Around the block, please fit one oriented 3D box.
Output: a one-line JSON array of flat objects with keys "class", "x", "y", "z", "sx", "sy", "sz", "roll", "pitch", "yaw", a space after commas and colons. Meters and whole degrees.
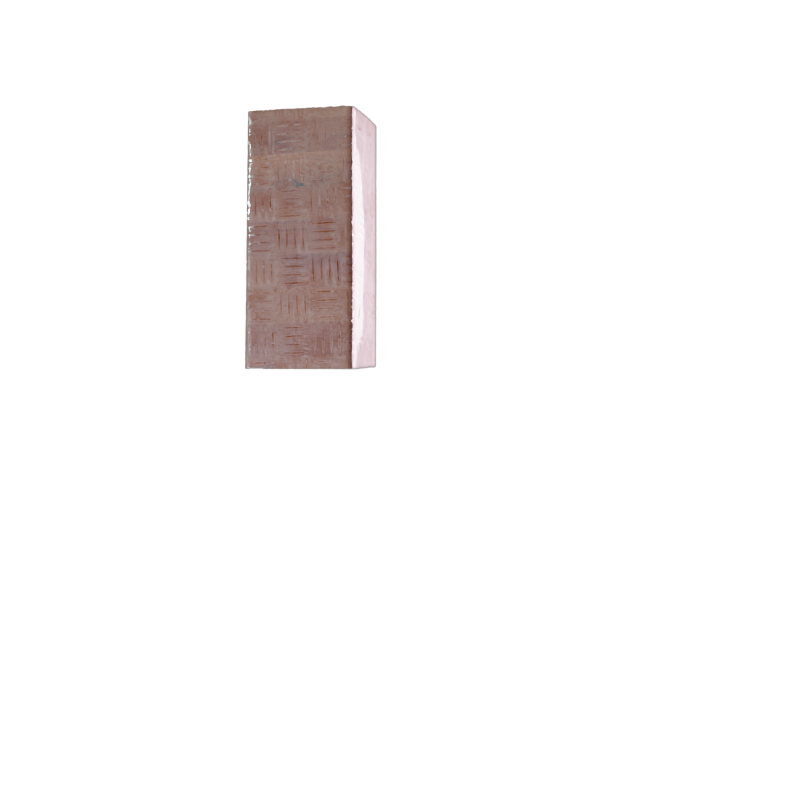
[{"class": "block", "x": -0.071, "y": -0.130, "z": 0.909, "sx": 0.092, "sy": 0.209, "sz": 0.088, "roll": -1, "pitch": -4, "yaw": 14}]
